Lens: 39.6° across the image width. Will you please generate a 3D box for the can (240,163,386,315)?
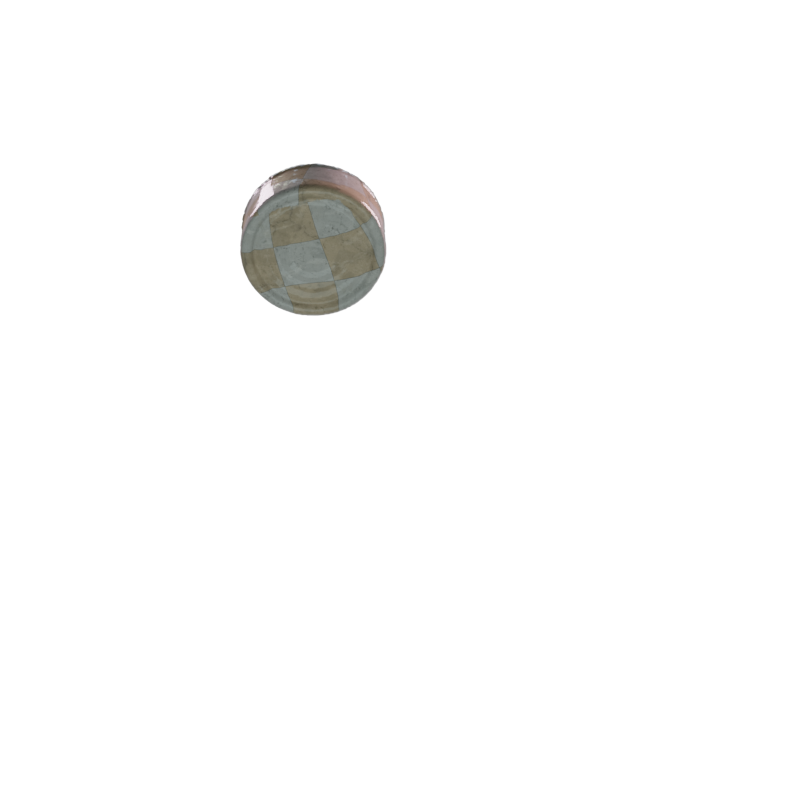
[{"bbox_3d":[-0.051,-0.093,0.650,0.086,0.081,0.036,1,29,-1],"label":"can"}]
